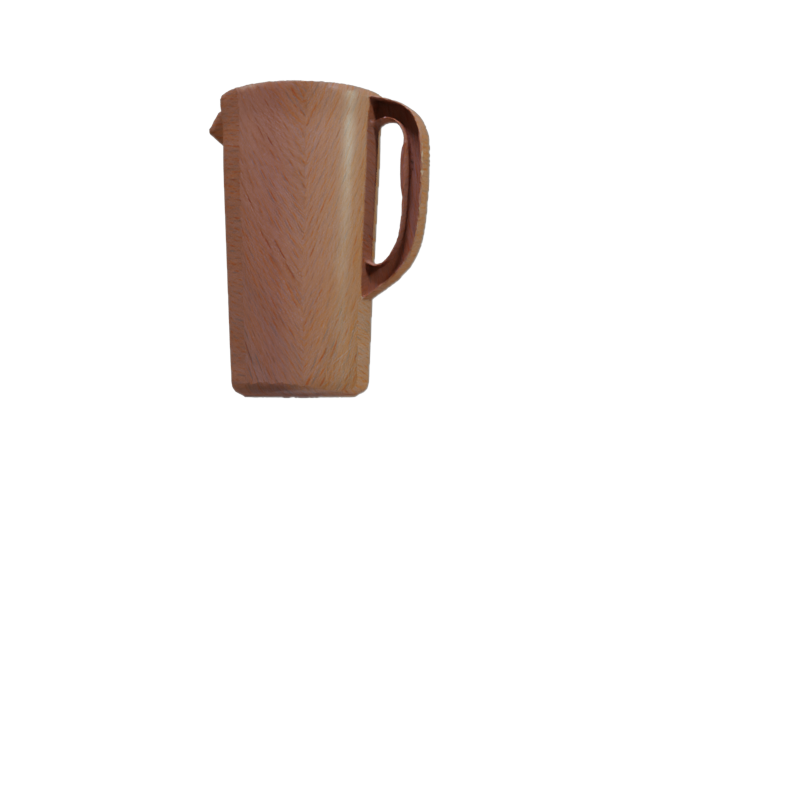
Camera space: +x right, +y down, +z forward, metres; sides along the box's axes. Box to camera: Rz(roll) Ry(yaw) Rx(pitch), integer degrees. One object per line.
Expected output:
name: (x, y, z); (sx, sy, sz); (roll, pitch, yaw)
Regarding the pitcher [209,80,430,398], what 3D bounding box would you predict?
pitcher: (-0.068, -0.125, 0.874); (0.141, 0.247, 0.152); (2, -5, -23)
